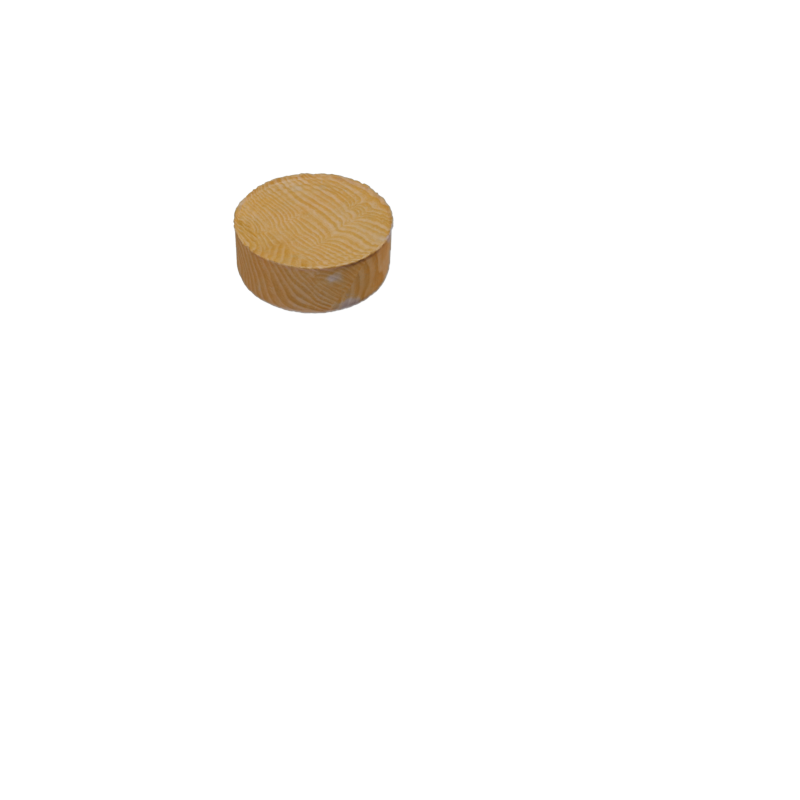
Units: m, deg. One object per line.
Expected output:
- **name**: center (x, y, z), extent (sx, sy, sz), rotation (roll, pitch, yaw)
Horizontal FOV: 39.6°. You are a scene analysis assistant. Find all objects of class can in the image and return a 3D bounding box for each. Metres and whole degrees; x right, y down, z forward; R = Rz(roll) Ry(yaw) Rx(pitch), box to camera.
- **can**: center (-0.047, -0.086, 0.603), extent (0.086, 0.031, 0.092), rotation (-1, 42, -2)
